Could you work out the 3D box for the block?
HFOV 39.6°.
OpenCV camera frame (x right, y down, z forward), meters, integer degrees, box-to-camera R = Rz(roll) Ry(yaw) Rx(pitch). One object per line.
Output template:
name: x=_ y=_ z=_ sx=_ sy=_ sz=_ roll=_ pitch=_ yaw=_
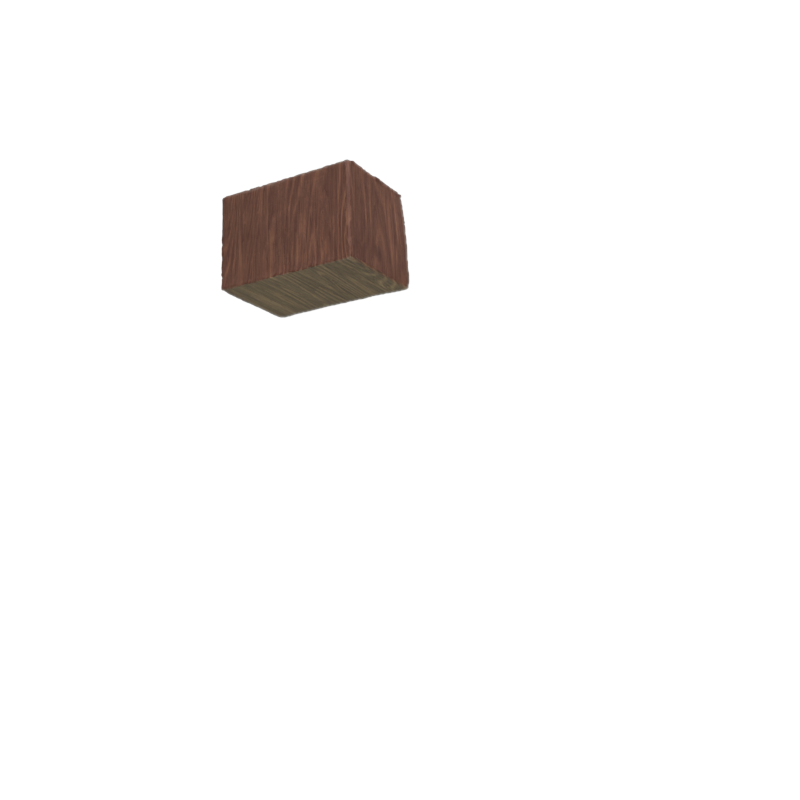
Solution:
block: x=-0.042 y=-0.077 z=0.542 sx=0.079 sy=0.054 sz=0.049 roll=-11 pitch=-21 yaw=30
